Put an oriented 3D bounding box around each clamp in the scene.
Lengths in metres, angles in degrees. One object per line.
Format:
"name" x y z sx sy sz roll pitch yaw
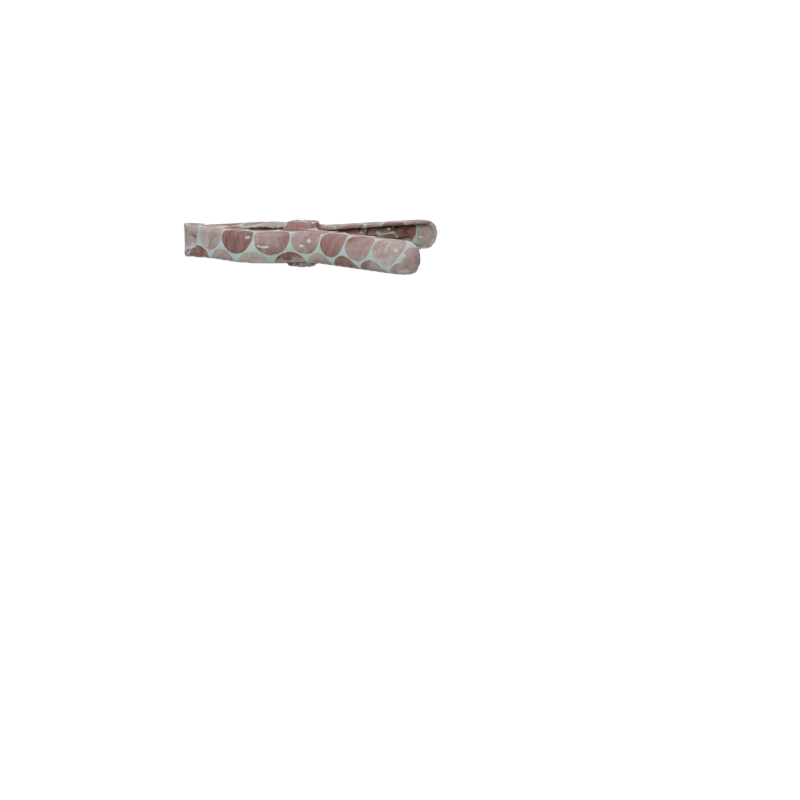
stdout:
"clamp" -0.071 -0.129 0.906 0.215 0.035 0.165 4 15 16
